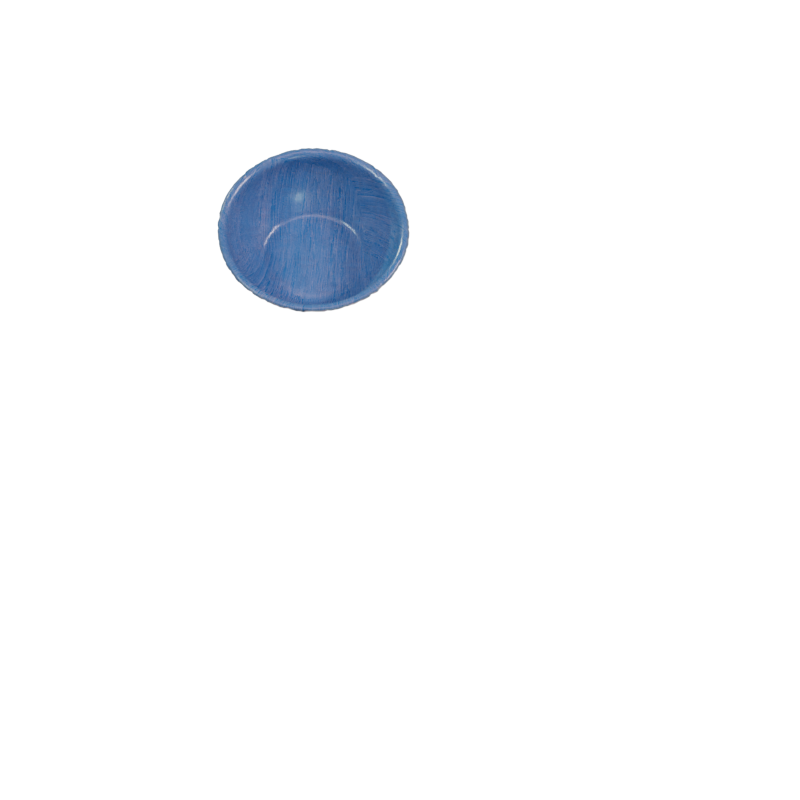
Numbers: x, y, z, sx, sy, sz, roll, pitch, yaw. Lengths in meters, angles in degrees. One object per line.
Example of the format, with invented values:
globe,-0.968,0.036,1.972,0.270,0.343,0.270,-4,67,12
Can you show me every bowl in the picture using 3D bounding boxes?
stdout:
bowl,-0.075,-0.136,0.953,0.162,0.172,0.052,-1,-29,-1
